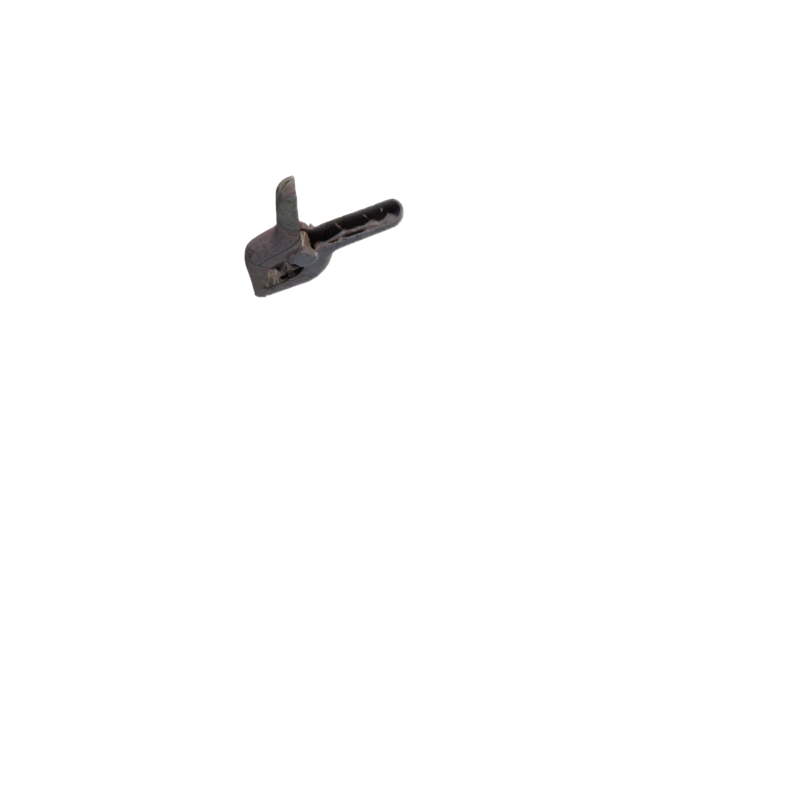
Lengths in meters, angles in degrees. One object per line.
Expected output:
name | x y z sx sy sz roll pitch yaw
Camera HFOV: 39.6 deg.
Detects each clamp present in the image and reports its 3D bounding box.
clamp | -0.077 -0.141 0.987 0.116 0.042 0.167 10 -26 -22
